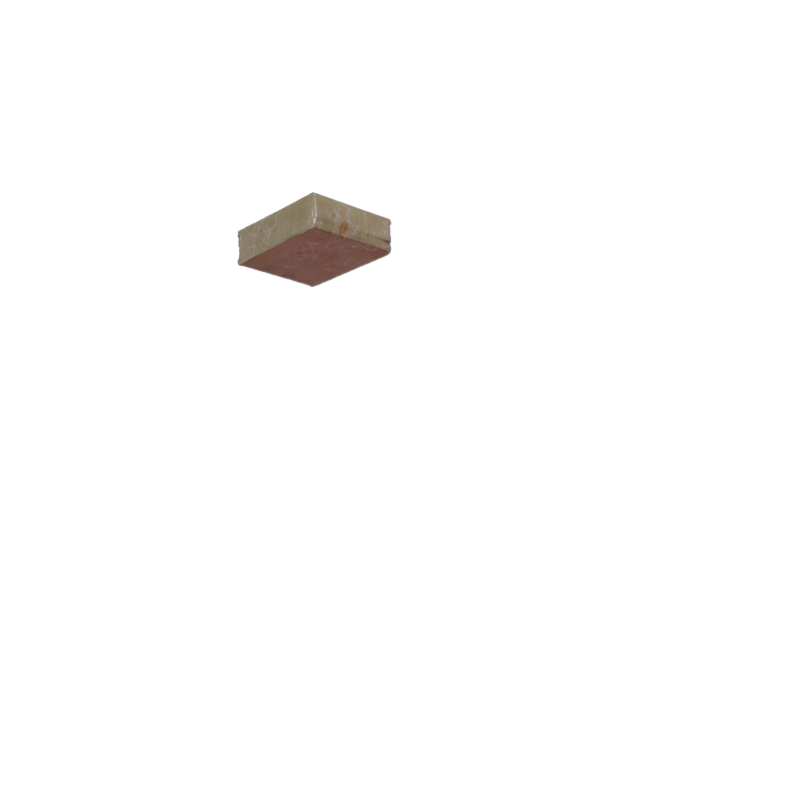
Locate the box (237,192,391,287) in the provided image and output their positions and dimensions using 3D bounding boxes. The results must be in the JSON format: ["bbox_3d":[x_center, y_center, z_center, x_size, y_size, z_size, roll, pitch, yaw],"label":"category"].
[{"bbox_3d":[-0.077,-0.140,0.983,0.085,0.041,0.114,16,-24,-39],"label":"box"}]
